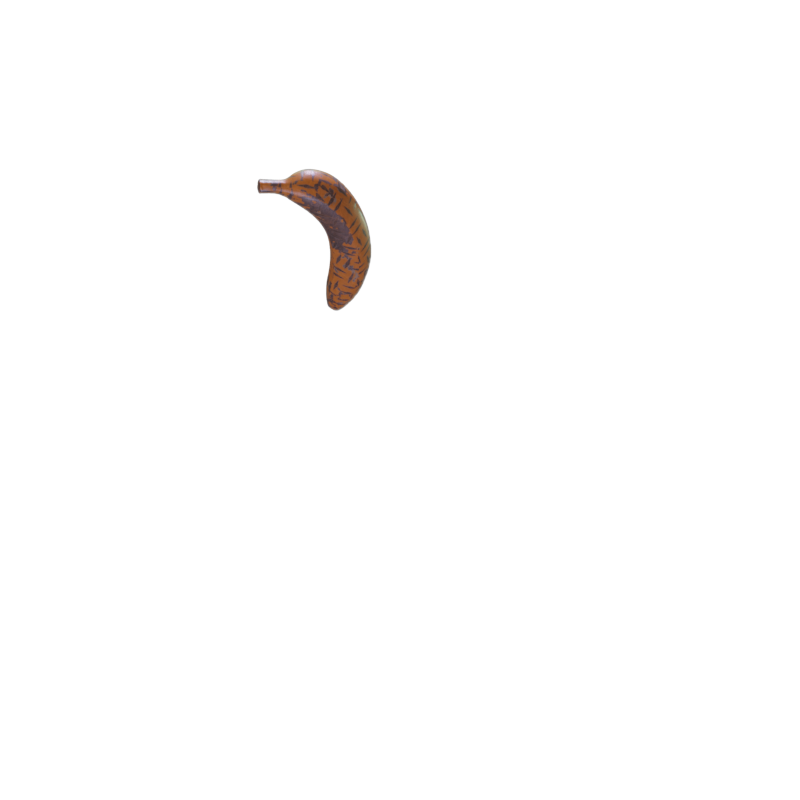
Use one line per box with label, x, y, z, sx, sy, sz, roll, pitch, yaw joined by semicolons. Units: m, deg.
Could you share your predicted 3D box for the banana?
banana;-0.061;-0.147;0.988;0.070;0.039;0.182;-11;-35;14
